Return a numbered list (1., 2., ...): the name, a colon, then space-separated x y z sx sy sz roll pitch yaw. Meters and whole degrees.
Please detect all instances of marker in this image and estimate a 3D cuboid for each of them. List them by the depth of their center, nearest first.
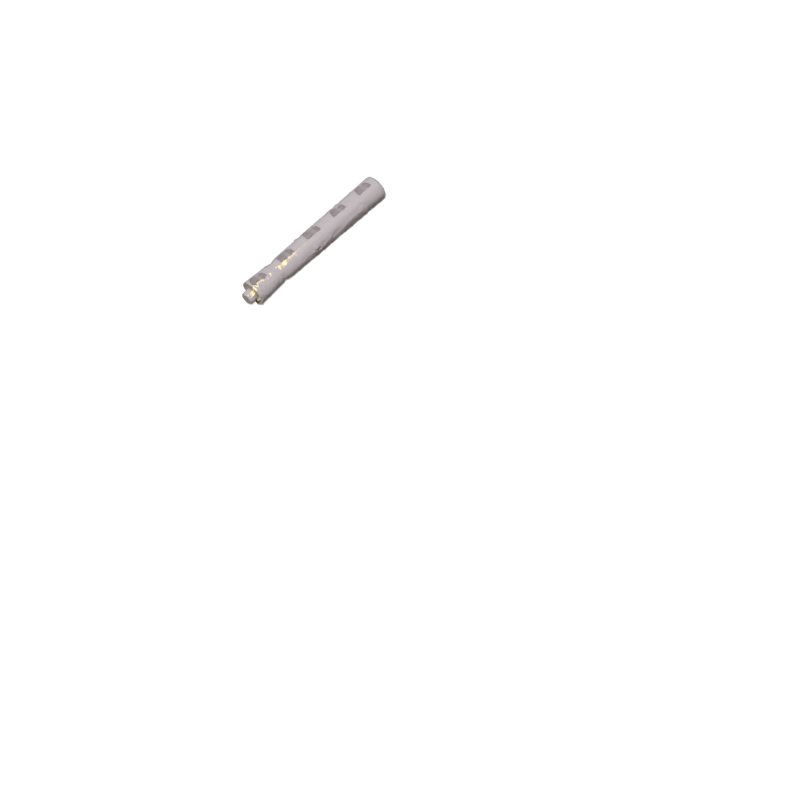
1. marker: -0.057 -0.104 0.727 0.122 0.019 0.020 -44 23 -21
